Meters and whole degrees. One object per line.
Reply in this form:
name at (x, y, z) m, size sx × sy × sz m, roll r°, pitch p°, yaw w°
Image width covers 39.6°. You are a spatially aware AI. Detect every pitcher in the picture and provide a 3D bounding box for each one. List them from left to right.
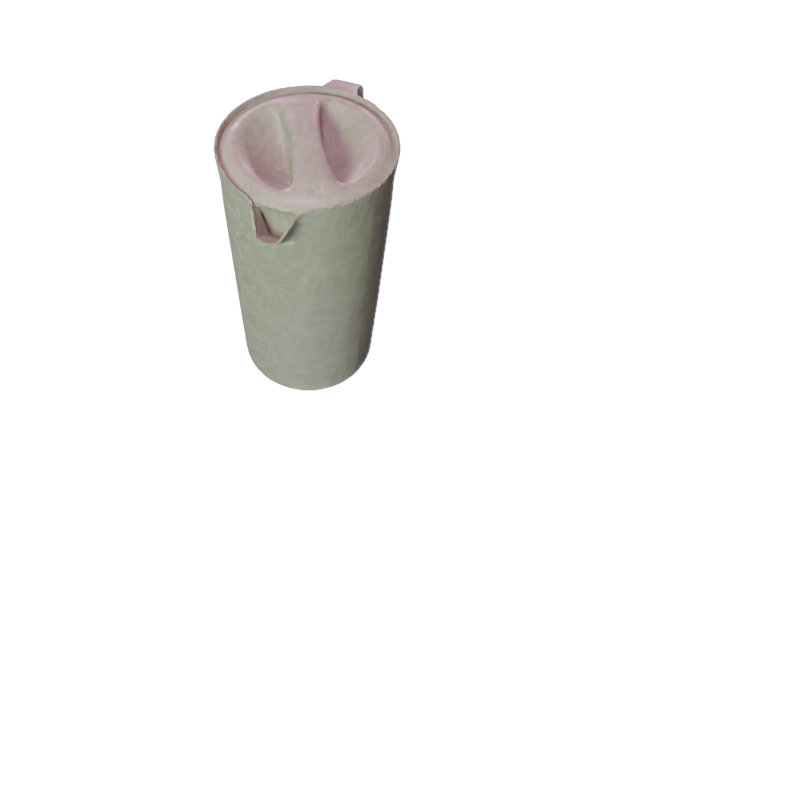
pitcher at (-0.069, -0.126, 0.882) m, size 0.148 × 0.156 × 0.227 m, roll -22°, pitch -34°, yaw -19°
